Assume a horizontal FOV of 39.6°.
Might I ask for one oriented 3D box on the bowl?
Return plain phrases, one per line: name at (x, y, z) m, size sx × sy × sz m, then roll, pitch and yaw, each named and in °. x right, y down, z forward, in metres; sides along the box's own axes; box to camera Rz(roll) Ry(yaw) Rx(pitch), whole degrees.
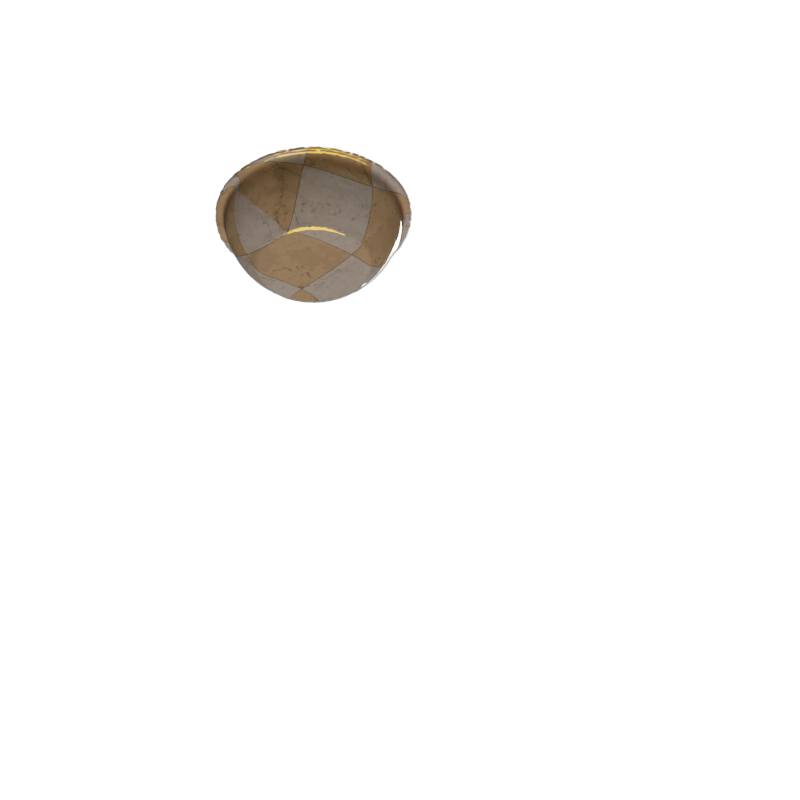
bowl at (-0.070, -0.128, 0.894) m, size 0.162 × 0.059 × 0.151 m, roll 1°, pitch -38°, yaw -2°
